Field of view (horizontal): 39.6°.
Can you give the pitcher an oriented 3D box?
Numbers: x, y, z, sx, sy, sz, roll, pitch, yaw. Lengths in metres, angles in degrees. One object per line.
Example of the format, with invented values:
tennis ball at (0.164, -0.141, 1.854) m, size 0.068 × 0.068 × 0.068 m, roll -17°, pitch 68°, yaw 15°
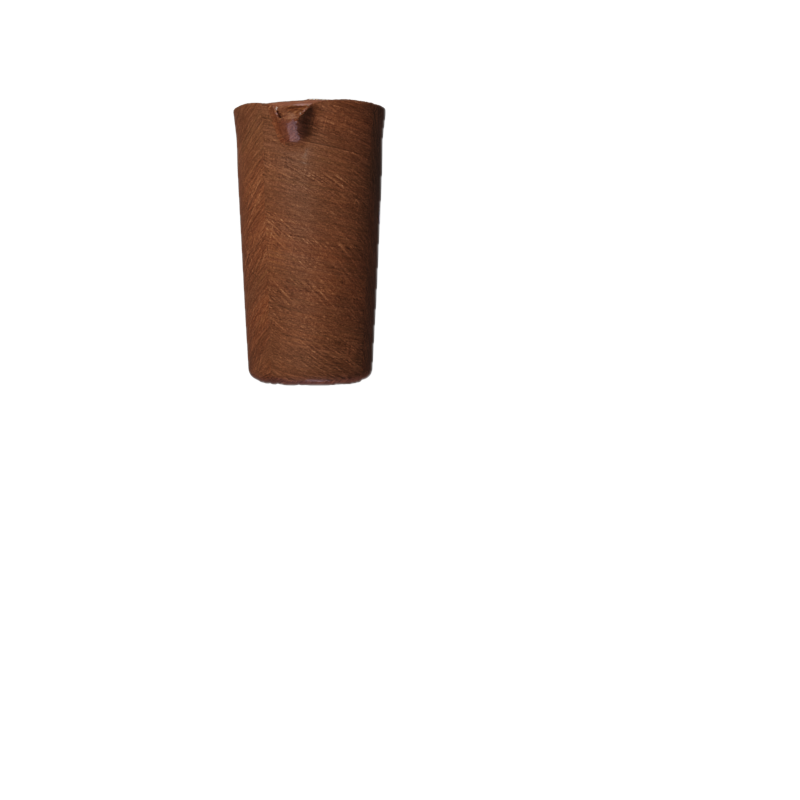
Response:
pitcher at (-0.076, -0.139, 0.976) m, size 0.144 × 0.244 × 0.150 m, roll 0°, pitch 0°, yaw -37°
